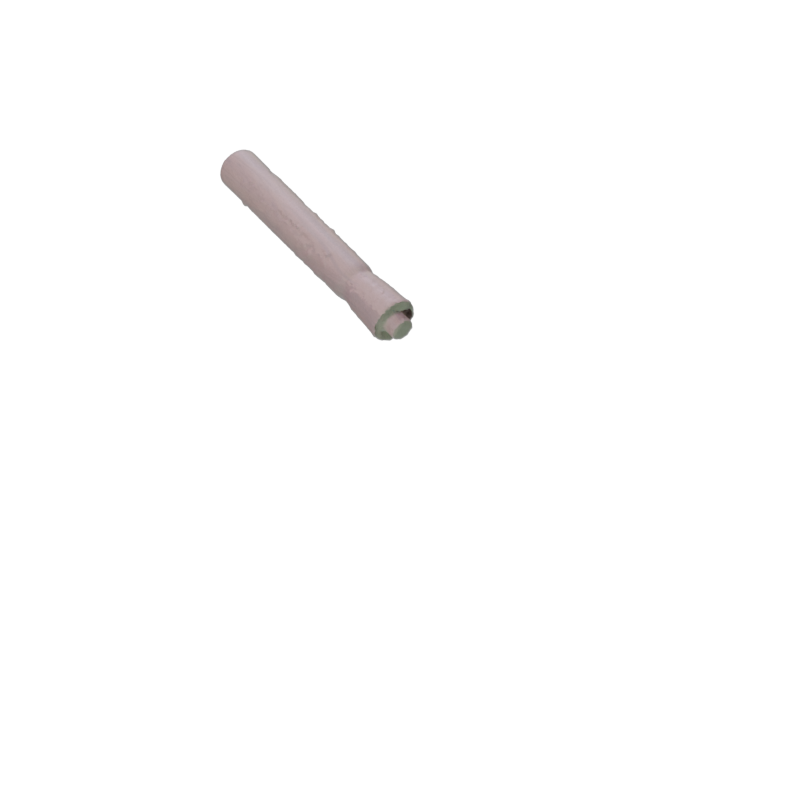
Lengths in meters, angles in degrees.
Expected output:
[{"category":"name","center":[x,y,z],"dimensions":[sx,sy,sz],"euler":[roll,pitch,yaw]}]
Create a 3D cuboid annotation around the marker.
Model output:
[{"category":"marker","center":[-0.035,-0.064,0.449],"dimensions":[0.019,0.019,0.130],"euler":[-3,38,-42]}]
